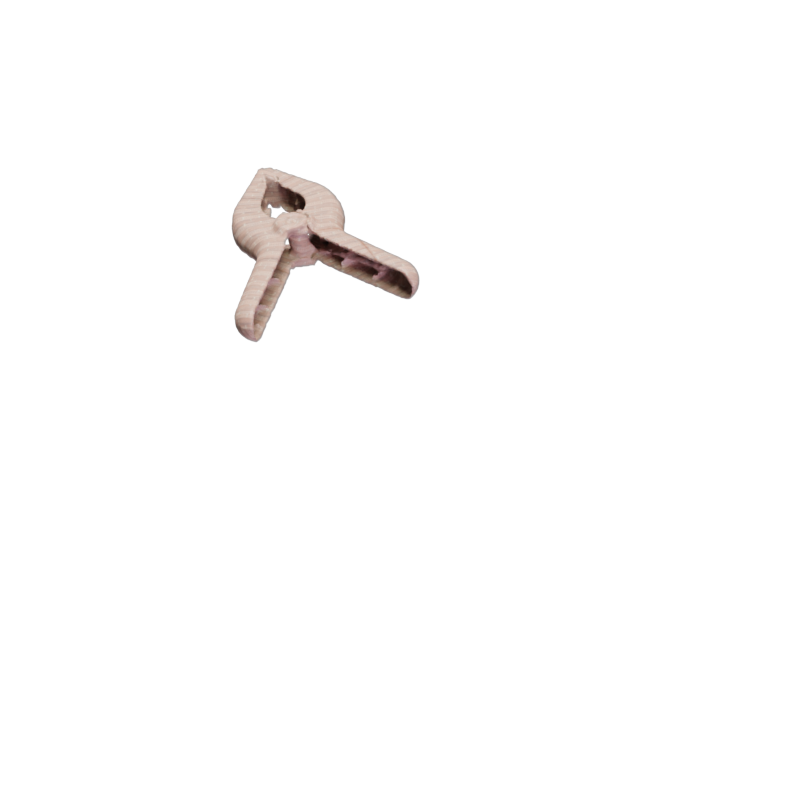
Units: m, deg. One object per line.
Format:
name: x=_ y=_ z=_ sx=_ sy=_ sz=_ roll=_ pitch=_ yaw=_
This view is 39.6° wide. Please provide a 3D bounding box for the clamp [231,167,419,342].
clamp: x=-0.059 y=-0.108 z=0.756 sx=0.119 sy=0.037 sz=0.185 roll=-7 pitch=43 yaw=-8
